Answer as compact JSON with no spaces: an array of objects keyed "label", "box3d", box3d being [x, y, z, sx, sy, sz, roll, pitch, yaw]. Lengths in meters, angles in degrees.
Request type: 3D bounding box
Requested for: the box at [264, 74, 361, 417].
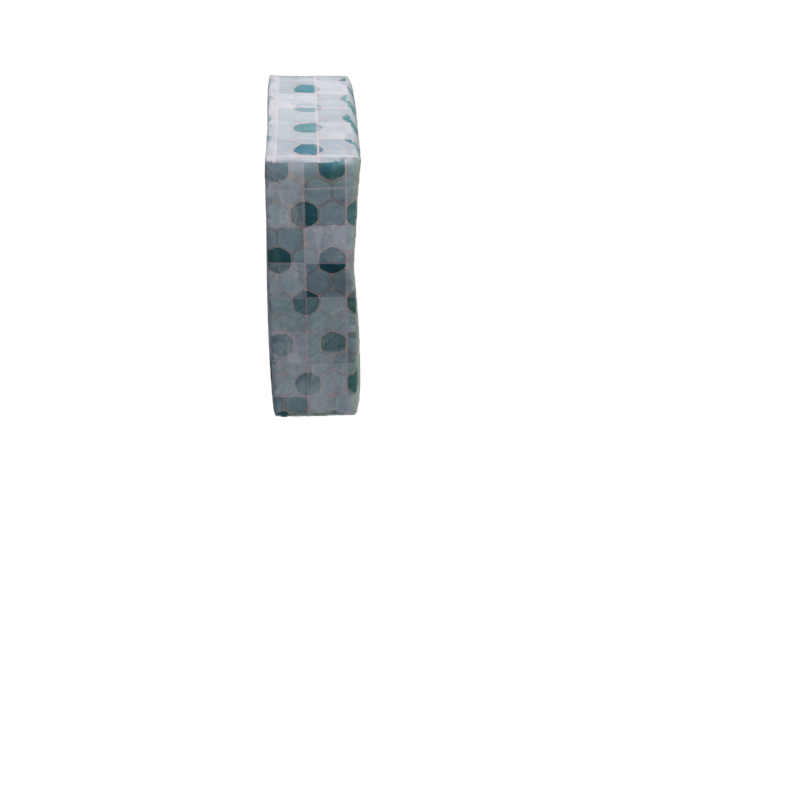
[{"label":"box","box3d":[-0.066,-0.121,0.847,0.071,0.201,0.175,-1,32,-5]}]
